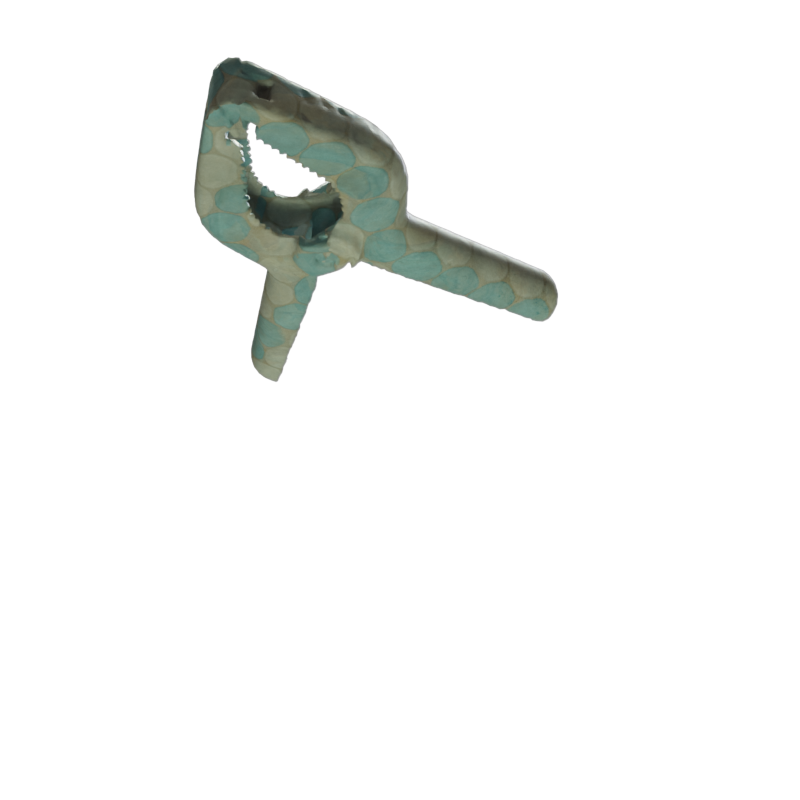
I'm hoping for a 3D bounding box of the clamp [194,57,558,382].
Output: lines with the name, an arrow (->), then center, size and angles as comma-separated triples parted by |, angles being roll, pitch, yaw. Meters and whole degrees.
clamp -> -0.040, -0.073, 0.514 | 0.166, 0.039, 0.194 | -18, -37, 25
